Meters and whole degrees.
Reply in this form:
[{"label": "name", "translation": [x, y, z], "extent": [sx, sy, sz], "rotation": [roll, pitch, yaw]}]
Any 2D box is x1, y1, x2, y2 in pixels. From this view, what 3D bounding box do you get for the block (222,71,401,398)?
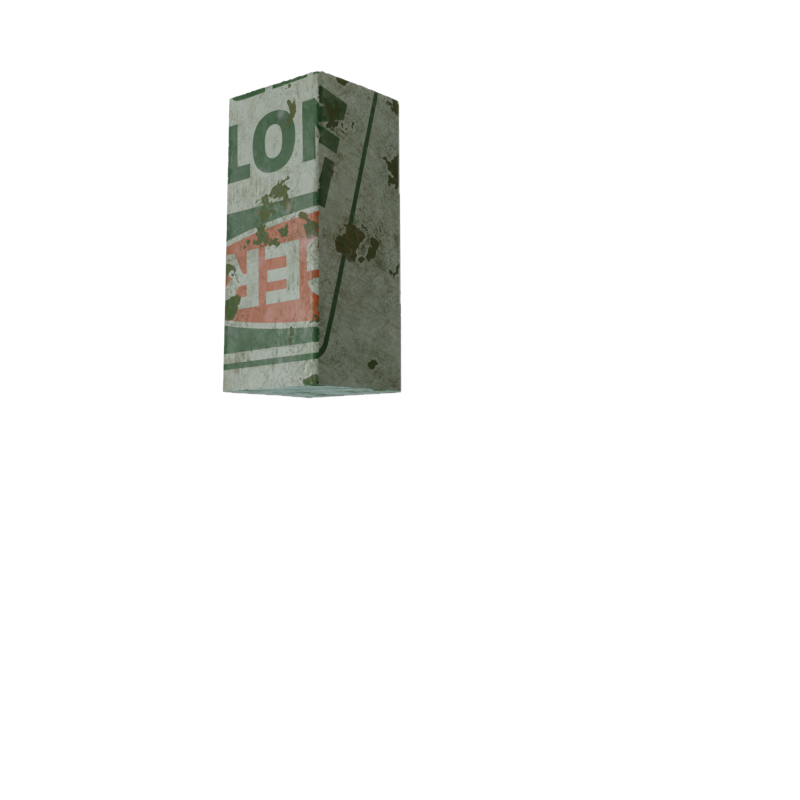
[{"label": "block", "translation": [-0.059, -0.109, 0.765], "extent": [0.093, 0.212, 0.085], "rotation": [-9, -13, 39]}]
